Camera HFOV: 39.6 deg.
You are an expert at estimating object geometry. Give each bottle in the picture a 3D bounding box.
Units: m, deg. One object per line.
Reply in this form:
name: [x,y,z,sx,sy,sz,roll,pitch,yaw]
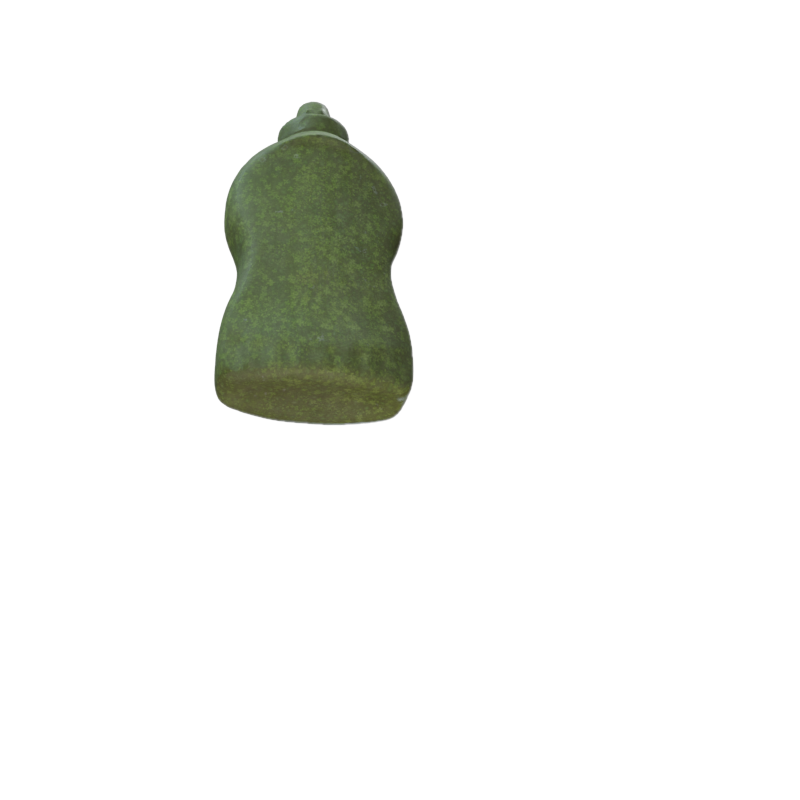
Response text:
bottle: [-0.046,-0.084,0.590,0.095,0.205,0.055,3,-34,-8]
